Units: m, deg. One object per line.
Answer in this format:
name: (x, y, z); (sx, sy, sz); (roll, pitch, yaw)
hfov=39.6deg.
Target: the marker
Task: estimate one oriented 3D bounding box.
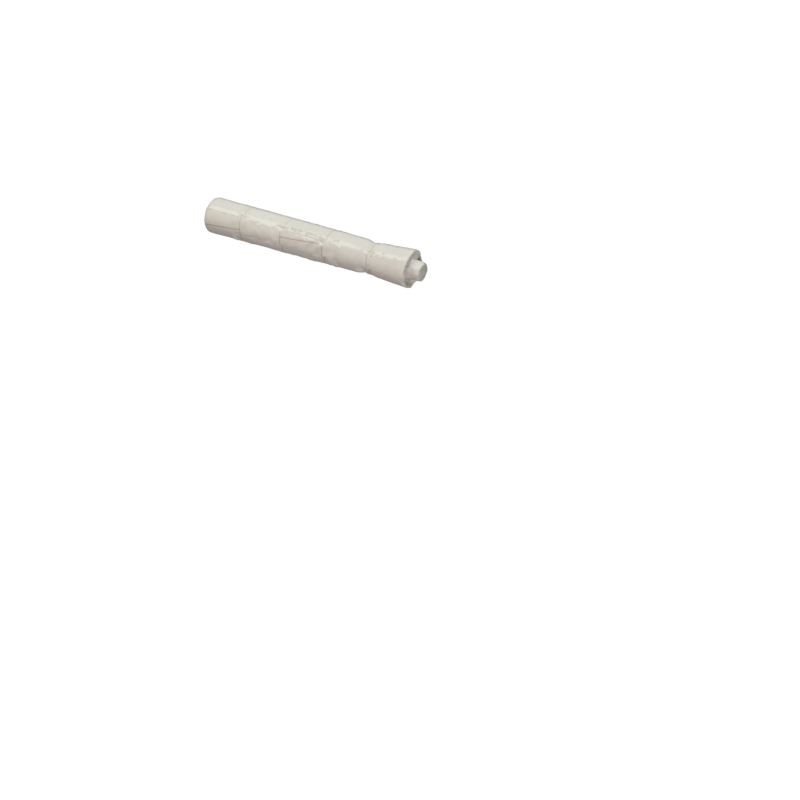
marker: (-0.042, -0.078, 0.543); (0.127, 0.019, 0.019); (19, 12, 27)
